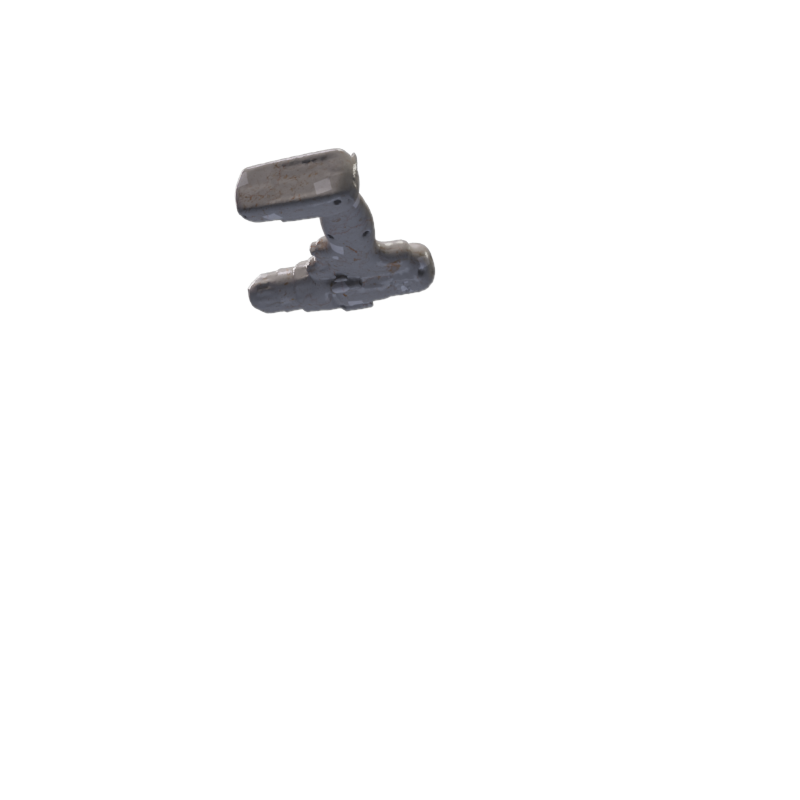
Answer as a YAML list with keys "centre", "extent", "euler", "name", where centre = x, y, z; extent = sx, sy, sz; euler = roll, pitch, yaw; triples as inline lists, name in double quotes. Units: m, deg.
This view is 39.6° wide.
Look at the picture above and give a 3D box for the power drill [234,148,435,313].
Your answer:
- centre: [-0.078, -0.143, 1.000]
  extent: [0.187, 0.061, 0.174]
  euler: [-9, -29, 17]
  name: "power drill"
